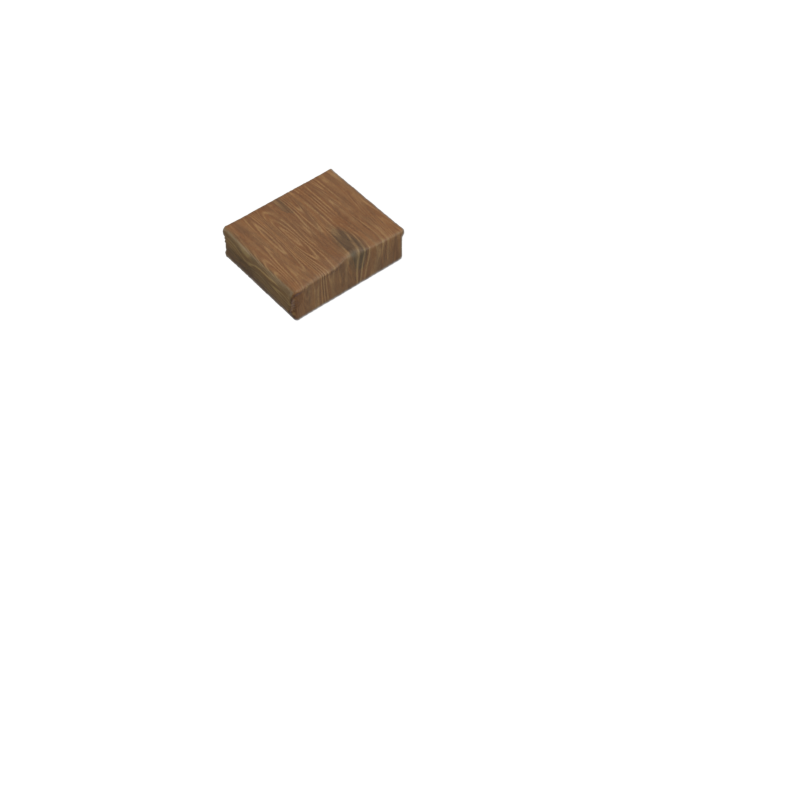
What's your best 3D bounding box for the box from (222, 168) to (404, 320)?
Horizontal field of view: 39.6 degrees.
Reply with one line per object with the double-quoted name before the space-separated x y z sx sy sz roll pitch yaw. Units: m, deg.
"box" -0.054 -0.099 0.691 0.089 0.028 0.078 -32 56 -25
